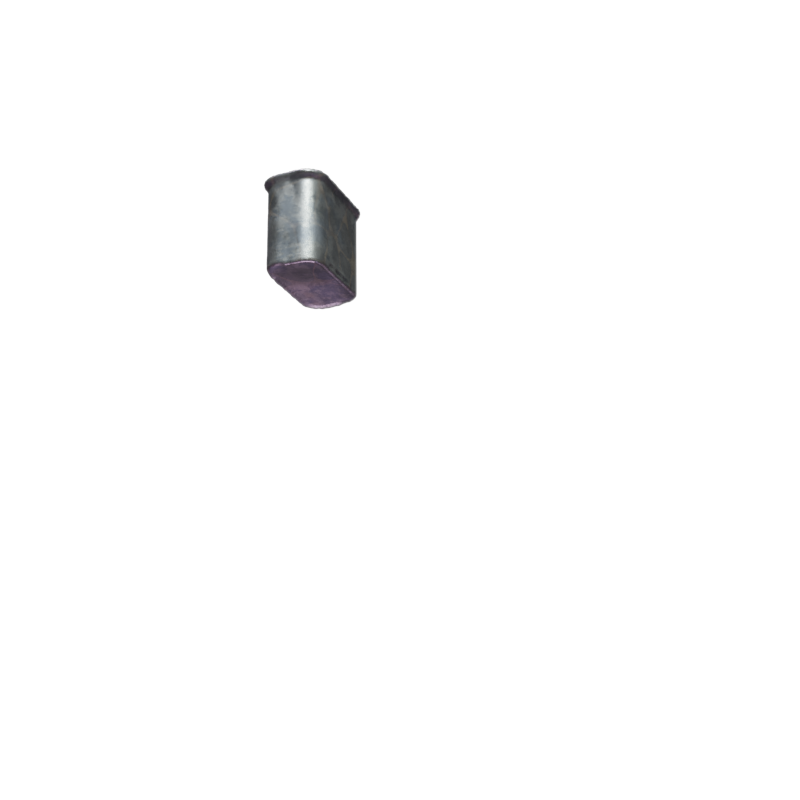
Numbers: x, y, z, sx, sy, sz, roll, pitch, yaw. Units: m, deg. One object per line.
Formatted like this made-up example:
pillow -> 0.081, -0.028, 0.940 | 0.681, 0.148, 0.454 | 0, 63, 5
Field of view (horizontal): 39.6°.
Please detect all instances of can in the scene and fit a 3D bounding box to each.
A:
can -> -0.074, -0.134, 0.940 | 0.058, 0.088, 0.095 | -11, -24, 20
